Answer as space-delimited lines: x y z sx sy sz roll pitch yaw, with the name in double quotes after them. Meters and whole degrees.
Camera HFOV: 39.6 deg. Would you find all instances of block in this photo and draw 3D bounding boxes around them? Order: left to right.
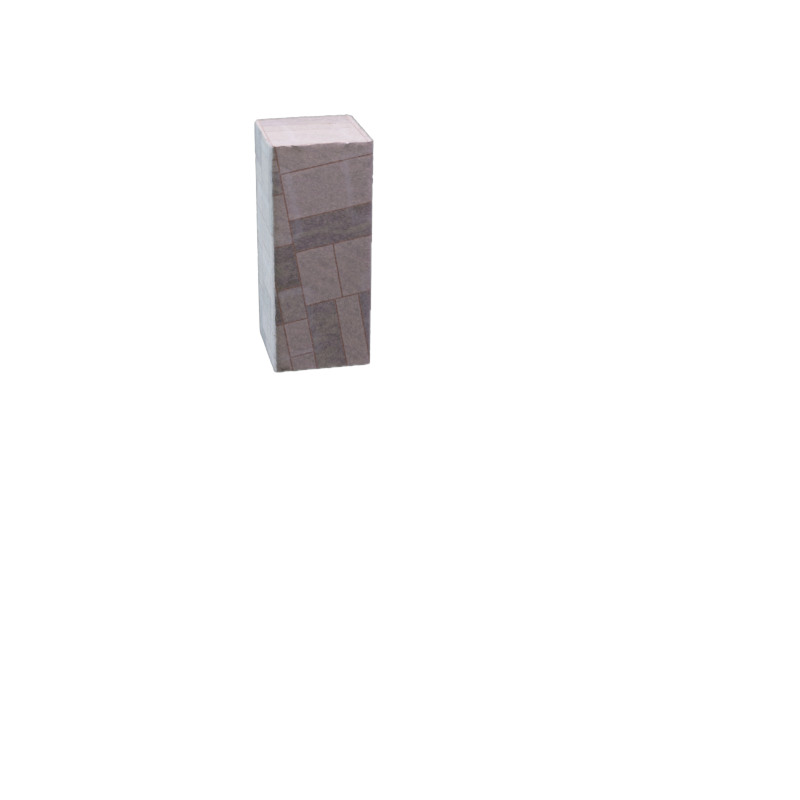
-0.077 -0.140 0.980 0.089 0.196 0.097 -4 24 -13 "block"
